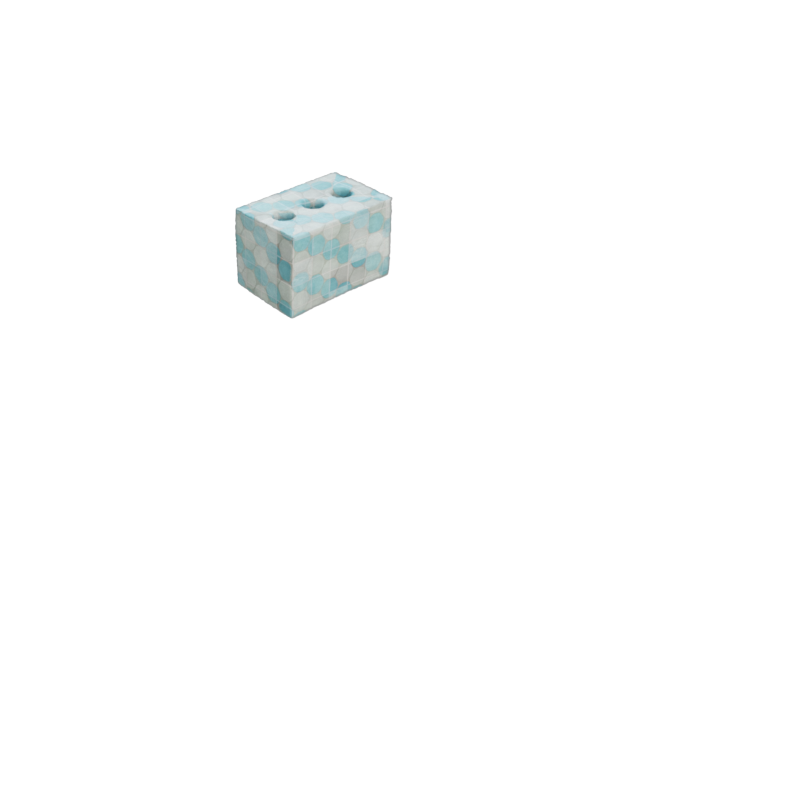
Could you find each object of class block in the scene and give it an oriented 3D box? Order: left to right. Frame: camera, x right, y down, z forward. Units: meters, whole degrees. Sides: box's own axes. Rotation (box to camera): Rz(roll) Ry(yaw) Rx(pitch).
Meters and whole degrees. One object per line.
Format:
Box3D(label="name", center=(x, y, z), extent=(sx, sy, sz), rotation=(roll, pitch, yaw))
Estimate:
Box3D(label="block", center=(-0.050, -0.092, 0.642), extent=(0.078, 0.048, 0.056), rotation=(-28, 43, -36))
